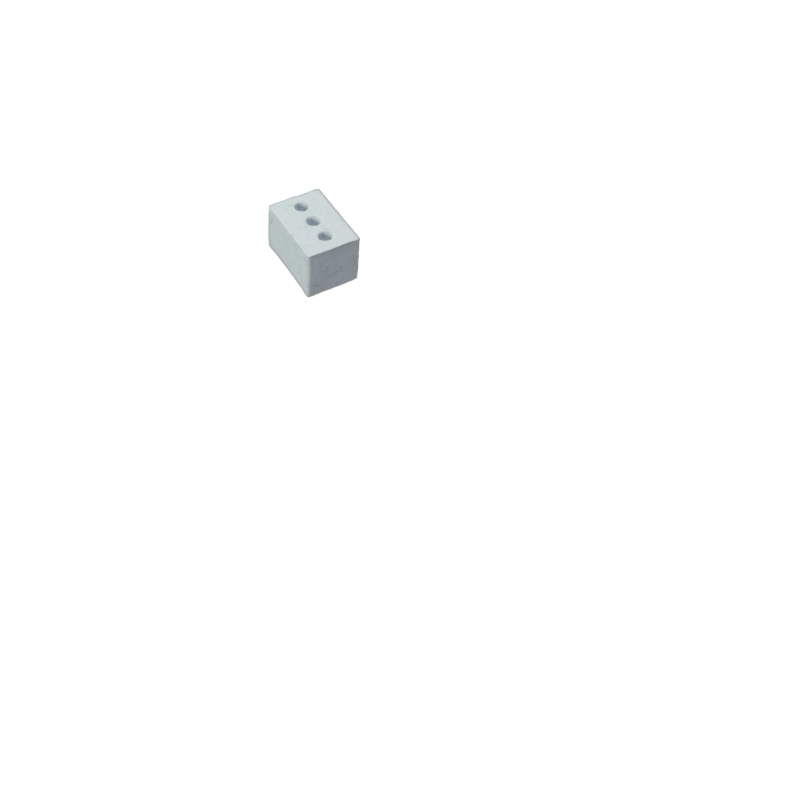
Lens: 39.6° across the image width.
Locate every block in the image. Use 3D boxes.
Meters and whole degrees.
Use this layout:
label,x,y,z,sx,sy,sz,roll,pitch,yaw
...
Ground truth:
label,x,y,z,sx,sy,sz,roll,pitch,yaw
block,-0.077,-0.140,0.980,0.052,0.048,0.084,-22,51,-21
